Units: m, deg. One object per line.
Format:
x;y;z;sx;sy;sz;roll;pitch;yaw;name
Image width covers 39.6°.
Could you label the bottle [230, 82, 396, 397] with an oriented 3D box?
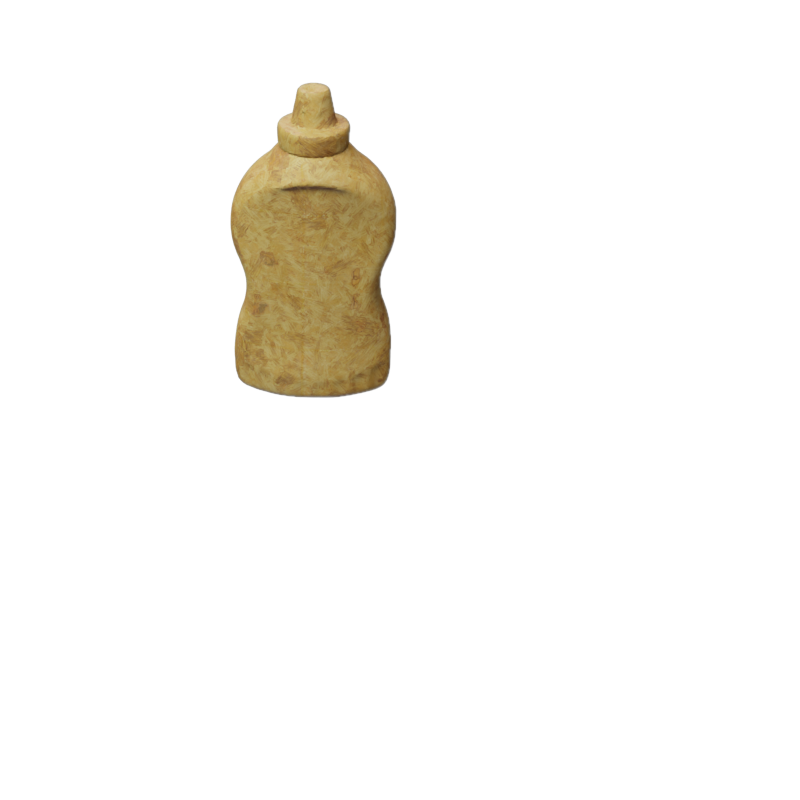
-0.051;-0.093;0.652;0.096;0.180;0.062;3;32;2;bottle
